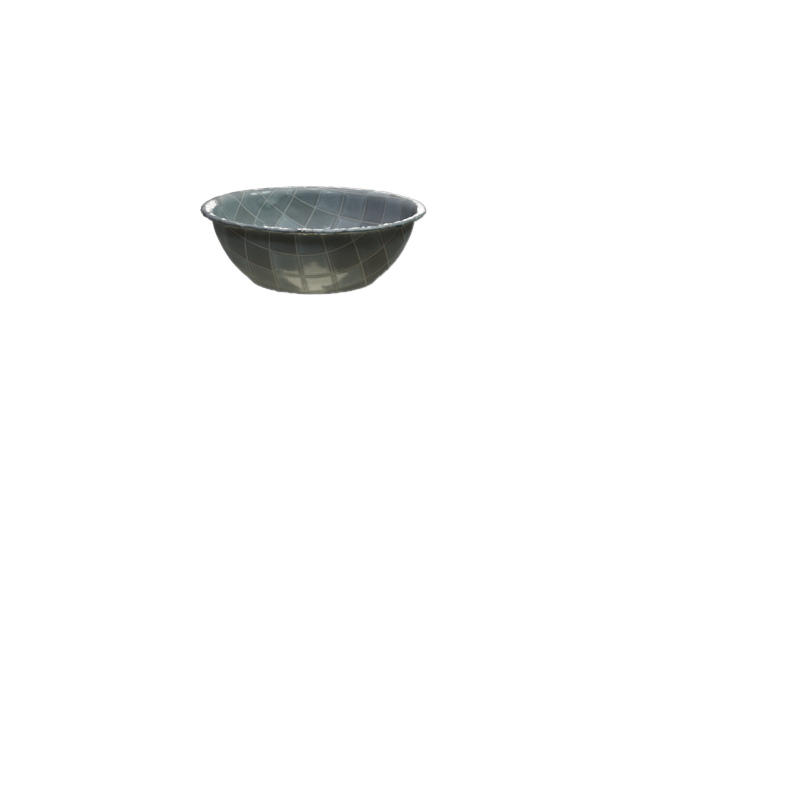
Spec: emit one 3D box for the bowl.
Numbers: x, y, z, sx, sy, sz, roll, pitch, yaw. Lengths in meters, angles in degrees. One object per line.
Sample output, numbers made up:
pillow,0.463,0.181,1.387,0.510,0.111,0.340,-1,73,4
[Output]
bowl,-0.063,-0.114,0.800,0.162,0.053,0.169,-1,20,-2
